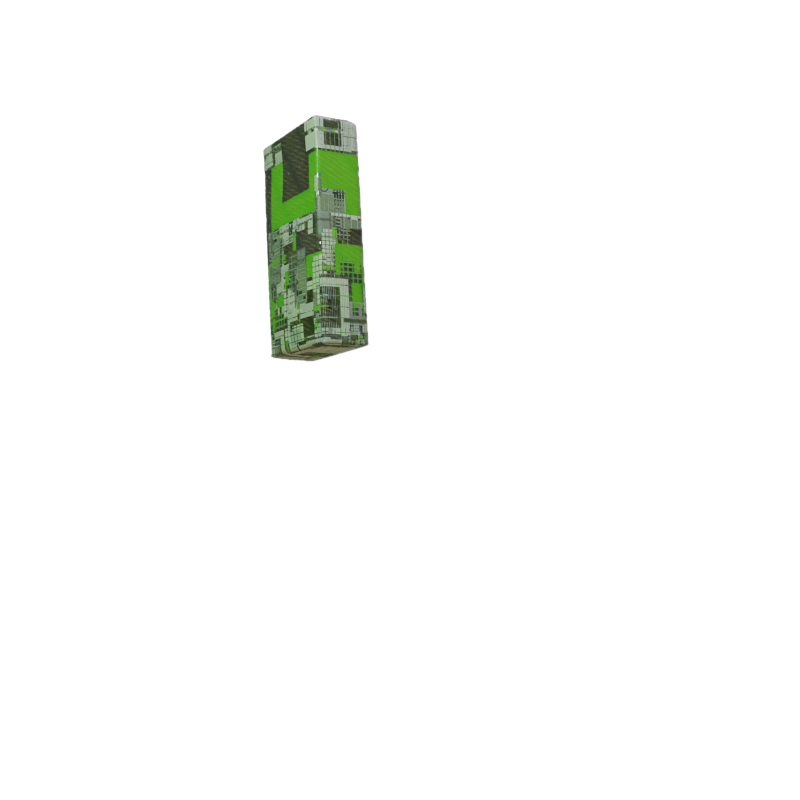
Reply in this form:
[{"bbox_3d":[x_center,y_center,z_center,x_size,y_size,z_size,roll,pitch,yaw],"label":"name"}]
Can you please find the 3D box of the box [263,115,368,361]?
[{"bbox_3d":[-0.067,-0.124,0.866,0.046,0.182,0.094,7,-14,-31],"label":"box"}]
